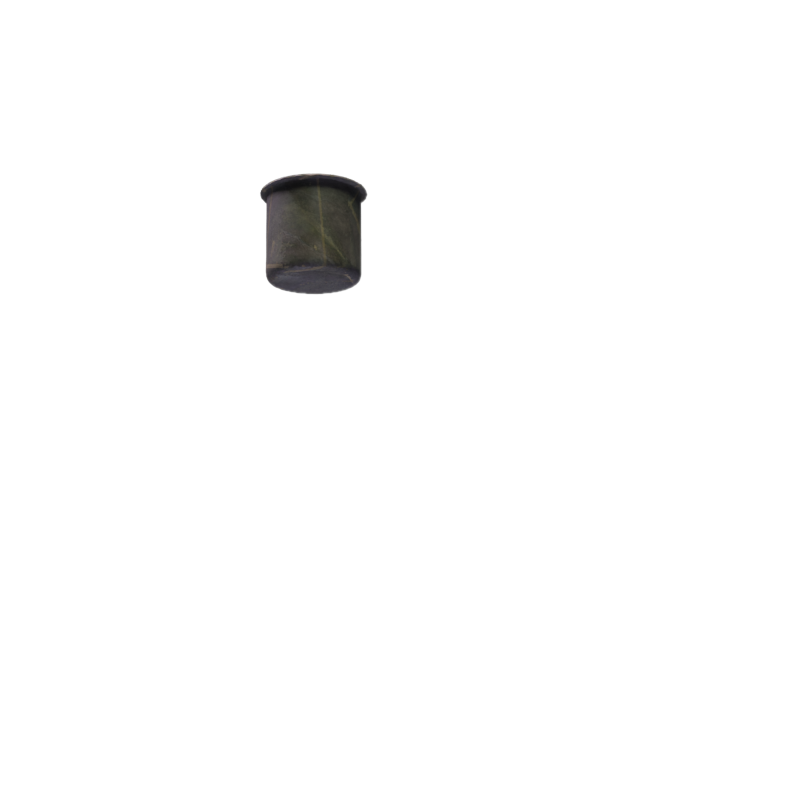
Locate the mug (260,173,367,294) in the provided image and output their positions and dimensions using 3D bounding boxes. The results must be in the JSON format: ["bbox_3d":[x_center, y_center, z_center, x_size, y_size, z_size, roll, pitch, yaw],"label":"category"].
[{"bbox_3d":[-0.075,-0.138,0.964,0.093,0.085,0.113,1,-14,-4],"label":"mug"}]
